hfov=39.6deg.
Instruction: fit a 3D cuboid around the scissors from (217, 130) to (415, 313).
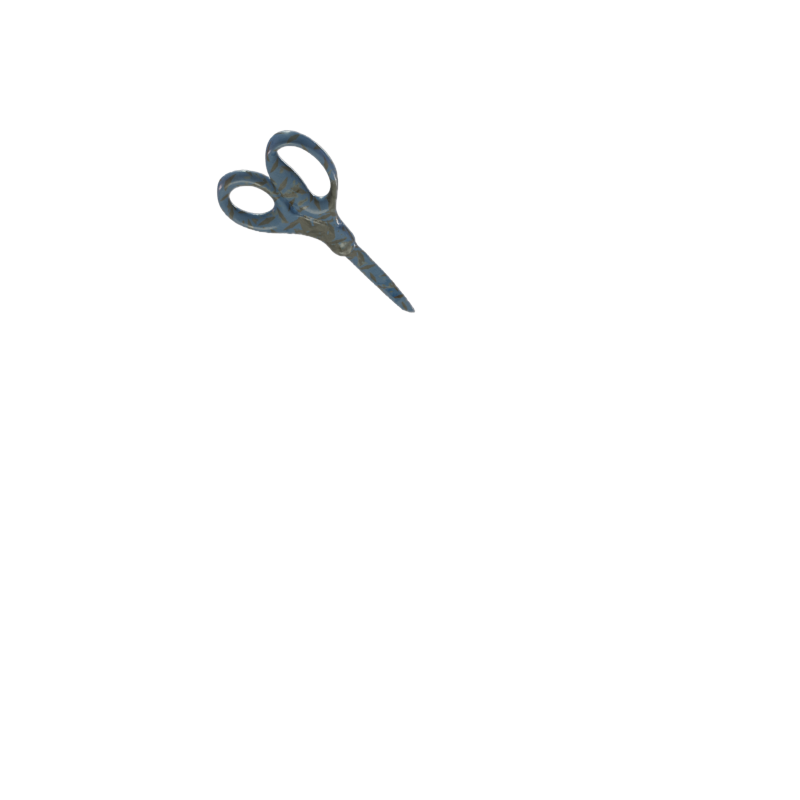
[{"bbox_3d":[-0.064,-0.117,0.818,0.097,0.017,0.186,-13,-43,14],"label":"scissors"}]
